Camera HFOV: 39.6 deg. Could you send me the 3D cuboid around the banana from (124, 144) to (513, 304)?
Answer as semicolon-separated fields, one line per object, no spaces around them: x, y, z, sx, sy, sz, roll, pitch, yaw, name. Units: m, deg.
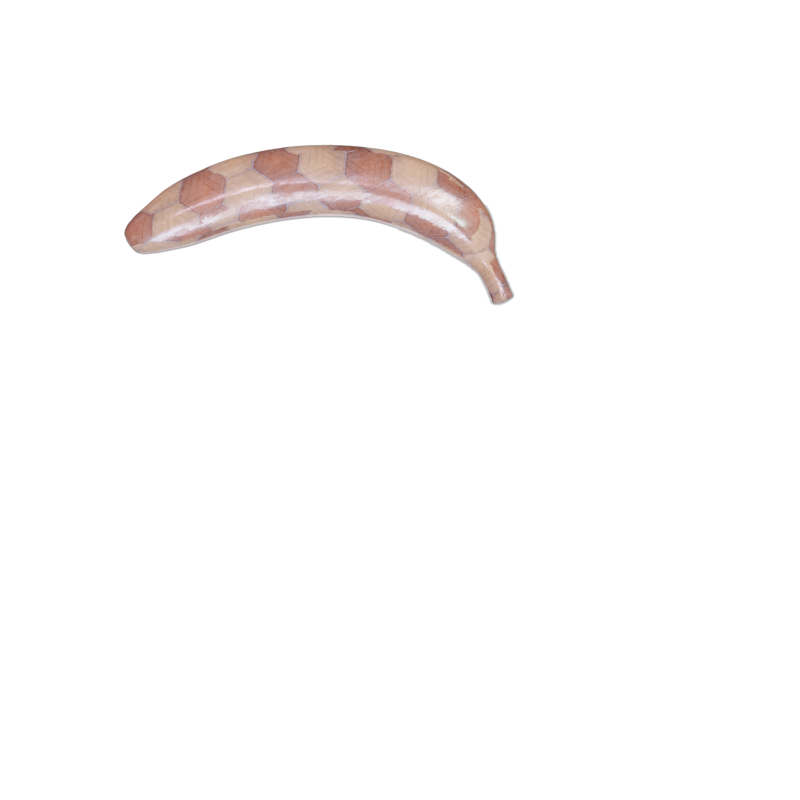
-0.037;-0.096;0.559;0.198;0.072;0.035;8;-18;2;banana
